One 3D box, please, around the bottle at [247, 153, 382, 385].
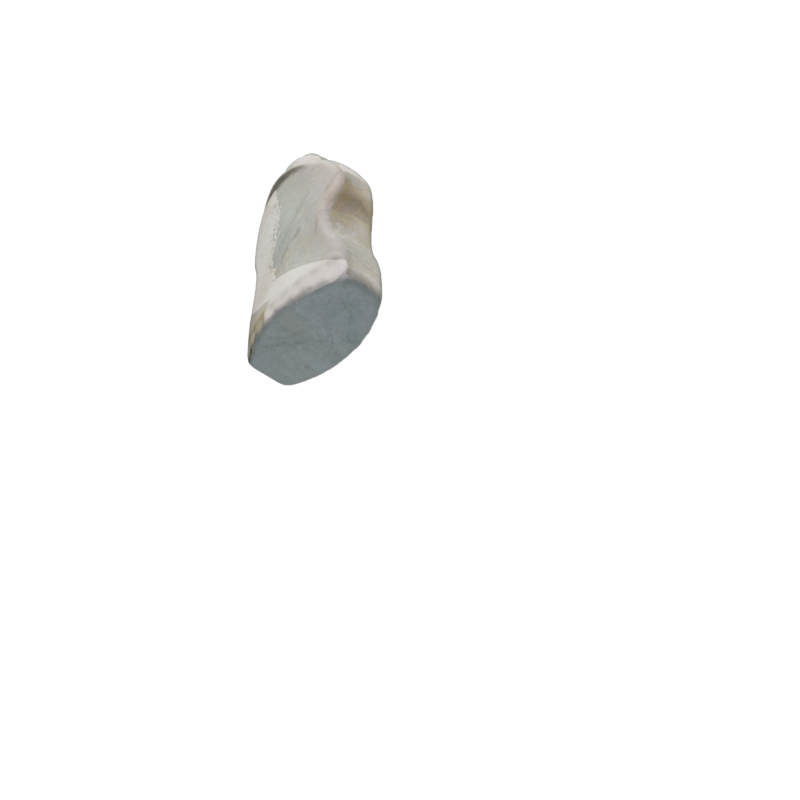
[{"bbox_3d":[-0.058,-0.106,0.738,0.055,0.206,0.094,31,-57,-27],"label":"bottle"}]
